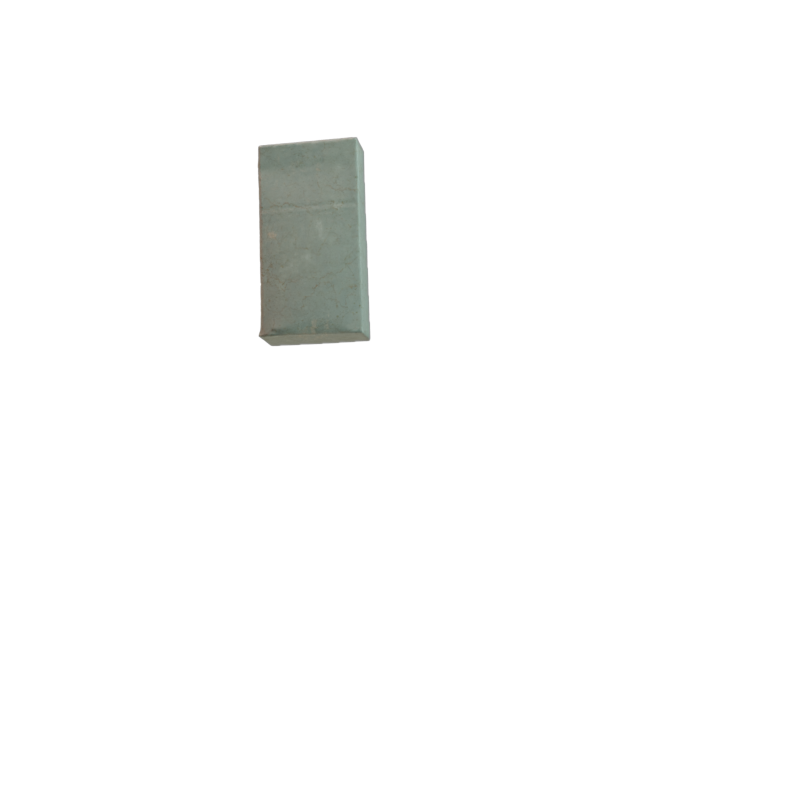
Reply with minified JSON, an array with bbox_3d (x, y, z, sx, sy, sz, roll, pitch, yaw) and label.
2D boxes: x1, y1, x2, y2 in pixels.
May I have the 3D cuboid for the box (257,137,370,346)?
[{"bbox_3d":[-0.076,-0.139,0.974,0.094,0.183,0.046,-4,-16,10],"label":"box"}]
